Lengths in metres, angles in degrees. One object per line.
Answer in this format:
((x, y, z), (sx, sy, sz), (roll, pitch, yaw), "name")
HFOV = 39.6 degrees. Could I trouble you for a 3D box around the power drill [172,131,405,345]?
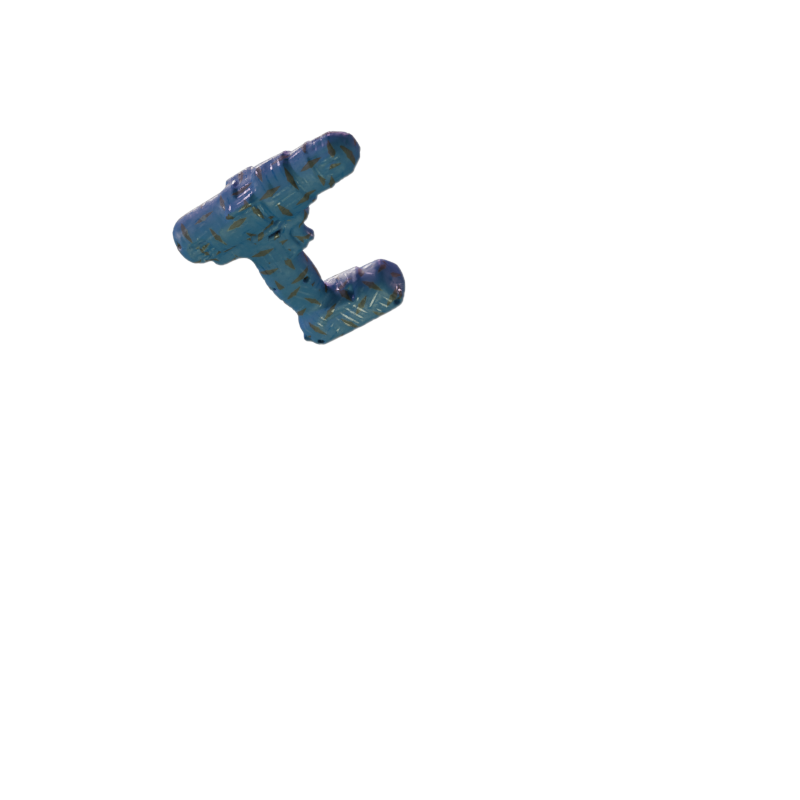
((-0.076, -0.138, 0.968), (0.185, 0.062, 0.174), (-25, -48, 24), "power drill")
